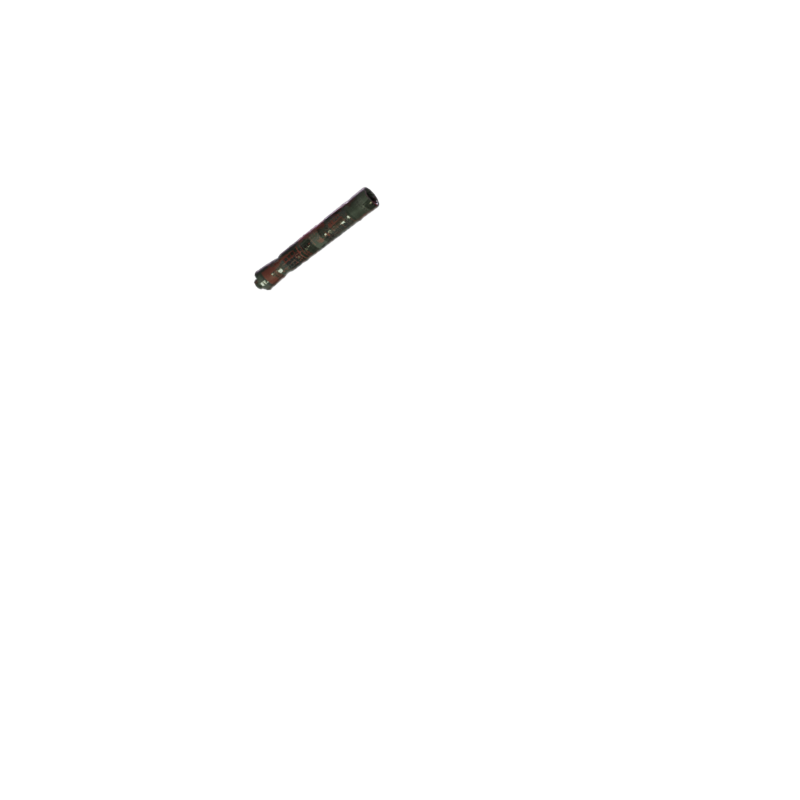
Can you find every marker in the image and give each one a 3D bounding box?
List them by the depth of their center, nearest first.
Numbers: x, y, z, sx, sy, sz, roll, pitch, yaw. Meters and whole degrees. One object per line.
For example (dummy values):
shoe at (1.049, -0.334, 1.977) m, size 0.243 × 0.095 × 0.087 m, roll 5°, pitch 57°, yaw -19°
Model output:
marker at (-0.068, -0.123, 0.863) m, size 0.120 × 0.020 × 0.019 m, roll -34°, pitch -11°, yaw 22°
